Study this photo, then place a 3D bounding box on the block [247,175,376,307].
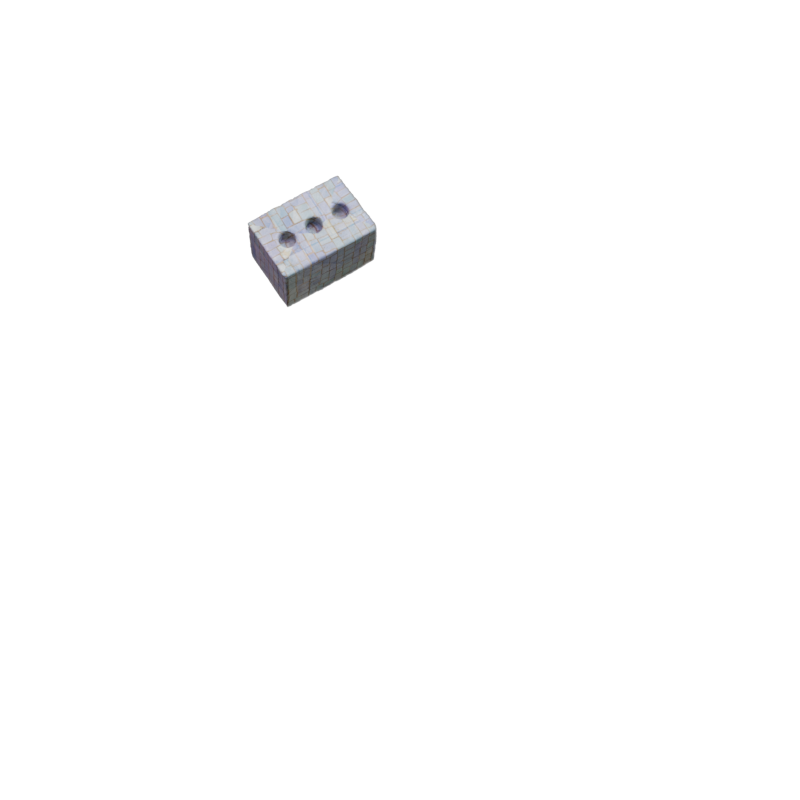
[{"bbox_3d":[-0.062,-0.114,0.795,0.078,0.056,0.048,-31,-20,-15],"label":"block"}]
